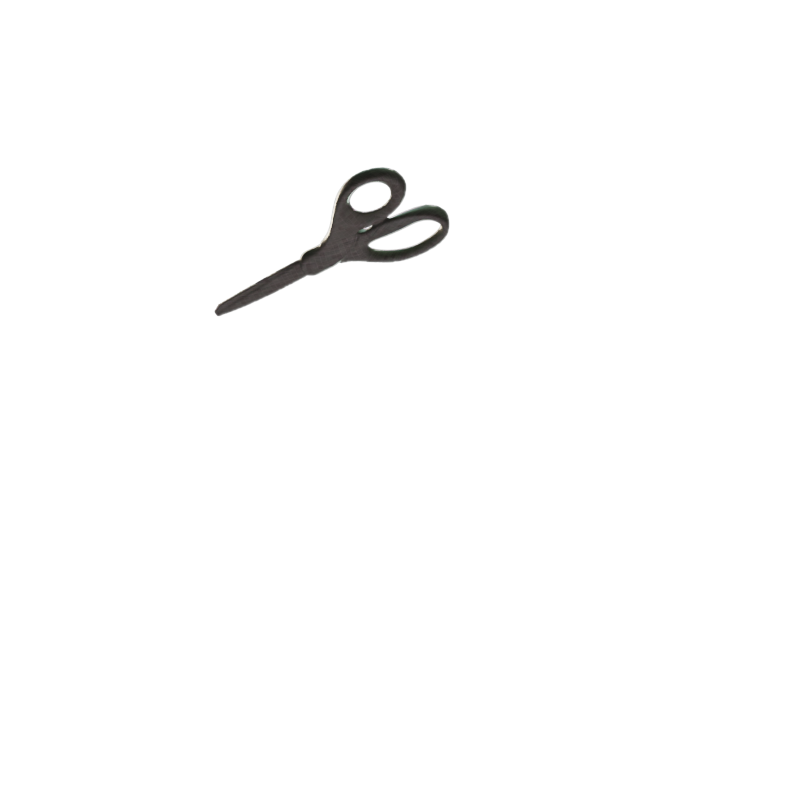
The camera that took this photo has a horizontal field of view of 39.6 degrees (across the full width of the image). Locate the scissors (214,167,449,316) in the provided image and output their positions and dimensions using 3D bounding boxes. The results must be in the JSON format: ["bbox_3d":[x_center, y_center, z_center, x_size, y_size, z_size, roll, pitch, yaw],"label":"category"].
[{"bbox_3d":[-0.065,-0.118,0.830,0.203,0.017,0.089,-13,-45,14],"label":"scissors"}]
